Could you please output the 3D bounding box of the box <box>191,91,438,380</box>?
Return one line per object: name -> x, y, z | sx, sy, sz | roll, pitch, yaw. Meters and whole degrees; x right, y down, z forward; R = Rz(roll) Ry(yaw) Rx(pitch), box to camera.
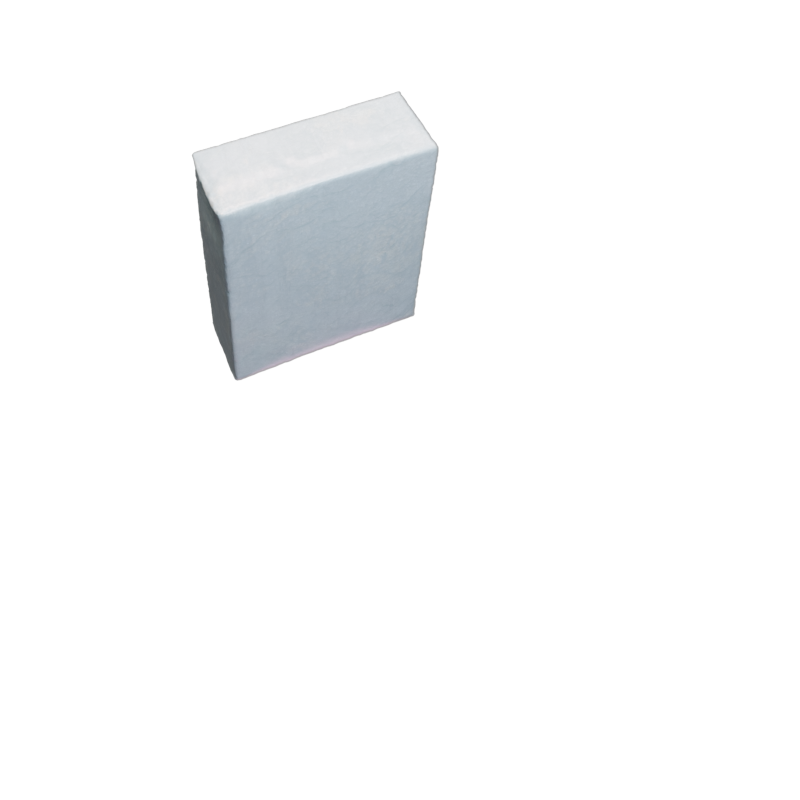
box -> -0.066, -0.121, 0.846 | 0.163, 0.077, 0.200 | -20, -30, -15
